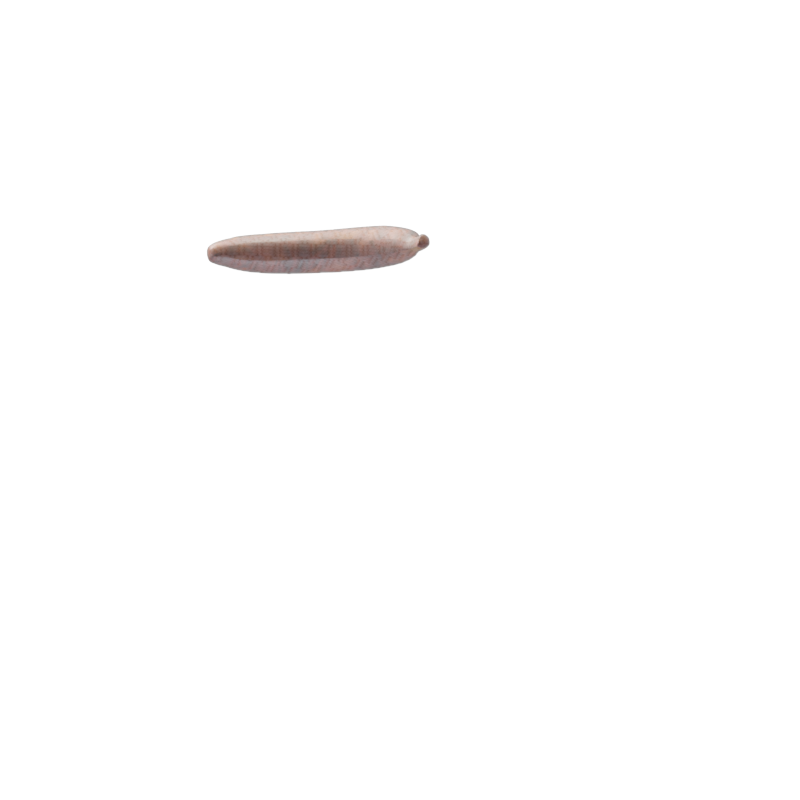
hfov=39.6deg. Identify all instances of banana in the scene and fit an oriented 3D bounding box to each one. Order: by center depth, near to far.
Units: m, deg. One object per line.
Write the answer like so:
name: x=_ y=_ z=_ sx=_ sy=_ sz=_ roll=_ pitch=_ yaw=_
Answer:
banana: x=-0.066 y=-0.133 z=0.965 sx=0.201 sy=0.038 sz=0.066 roll=-3 pitch=-11 yaw=16
